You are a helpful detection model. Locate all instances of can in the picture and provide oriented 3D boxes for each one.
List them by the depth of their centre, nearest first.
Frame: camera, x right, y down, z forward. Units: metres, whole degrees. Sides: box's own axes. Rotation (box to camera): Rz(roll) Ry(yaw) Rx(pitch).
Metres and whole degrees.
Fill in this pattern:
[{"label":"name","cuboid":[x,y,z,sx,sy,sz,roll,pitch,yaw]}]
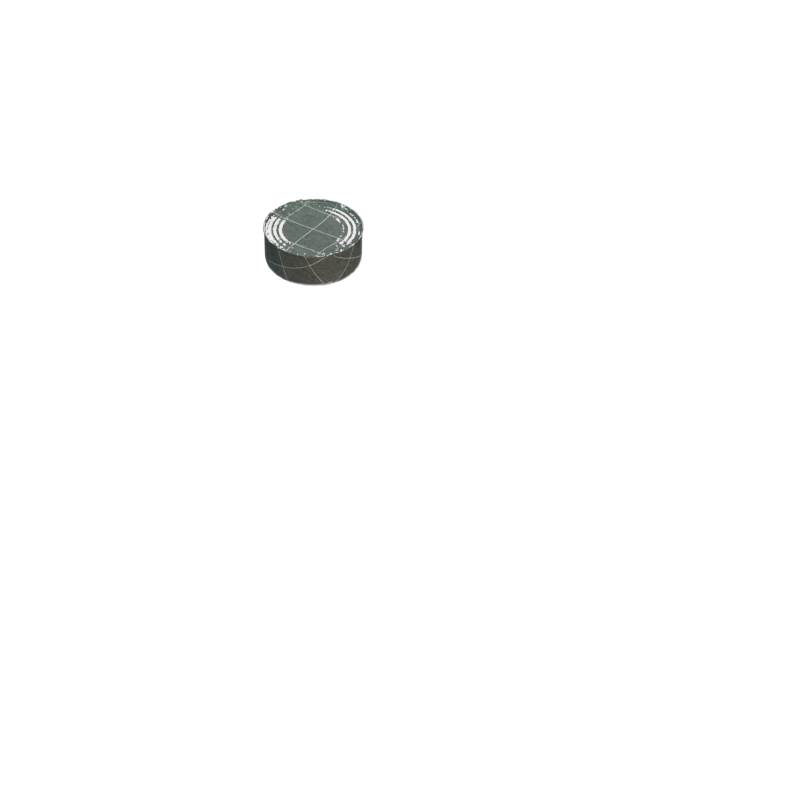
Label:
[{"label":"can","cuboid":[-0.075,-0.136,0.952,0.086,0.031,0.092,-1,41,-2]}]
